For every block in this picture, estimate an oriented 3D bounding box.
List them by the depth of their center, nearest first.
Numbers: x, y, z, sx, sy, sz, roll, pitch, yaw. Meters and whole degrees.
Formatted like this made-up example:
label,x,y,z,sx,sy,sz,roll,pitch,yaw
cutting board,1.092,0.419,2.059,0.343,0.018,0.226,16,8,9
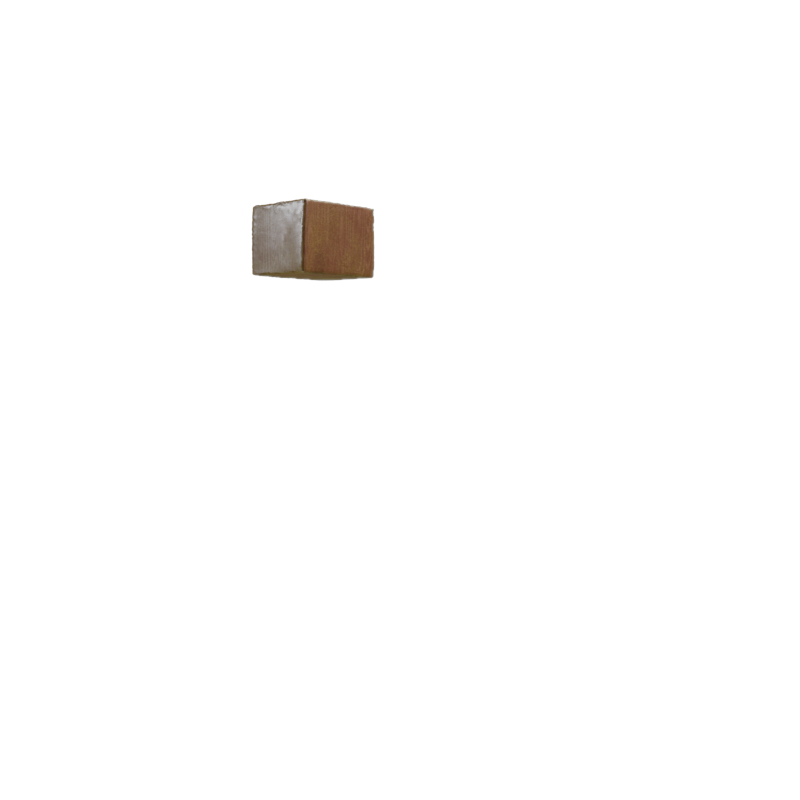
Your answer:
label,x,y,z,sx,sy,sz,roll,pitch,yaw
block,-0.062,-0.114,0.798,0.055,0.052,0.075,-1,-1,39
